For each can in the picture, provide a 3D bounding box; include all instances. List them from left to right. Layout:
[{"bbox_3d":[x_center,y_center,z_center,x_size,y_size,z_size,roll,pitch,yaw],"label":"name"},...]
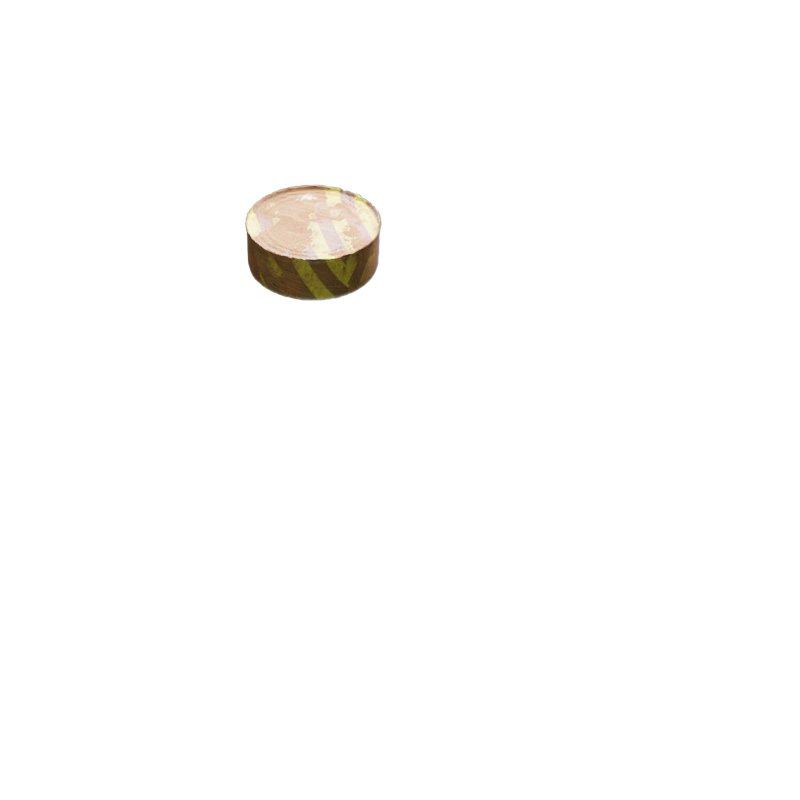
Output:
[{"bbox_3d":[-0.055,-0.101,0.706,0.086,0.031,0.092,-1,39,-2],"label":"can"}]
